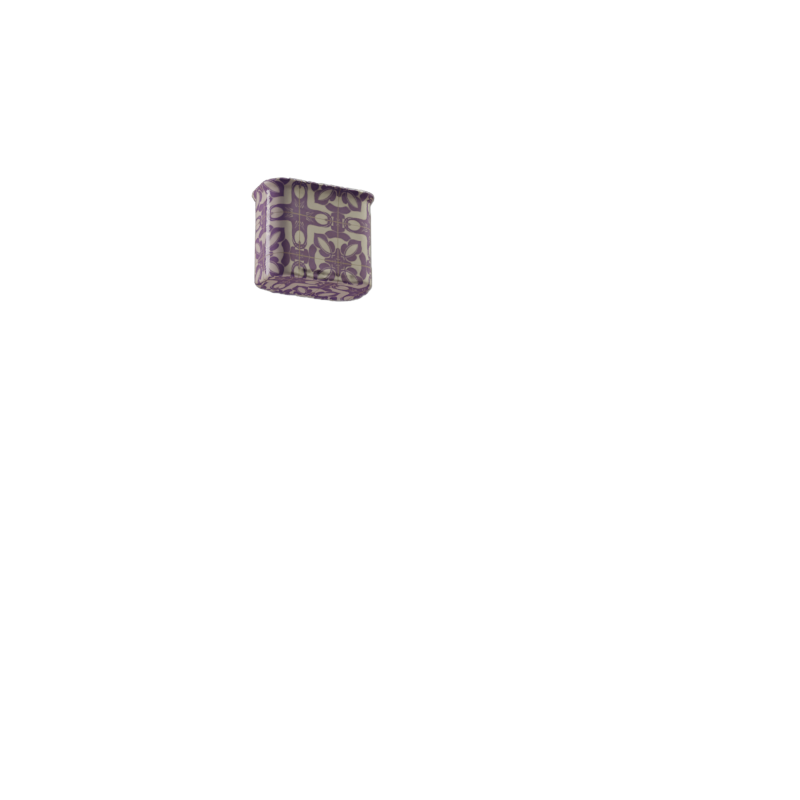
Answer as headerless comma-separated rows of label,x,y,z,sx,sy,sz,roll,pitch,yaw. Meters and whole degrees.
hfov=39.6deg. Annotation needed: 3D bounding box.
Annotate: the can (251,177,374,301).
can,-0.073,-0.132,0.925,0.098,0.087,0.057,6,-18,-25
